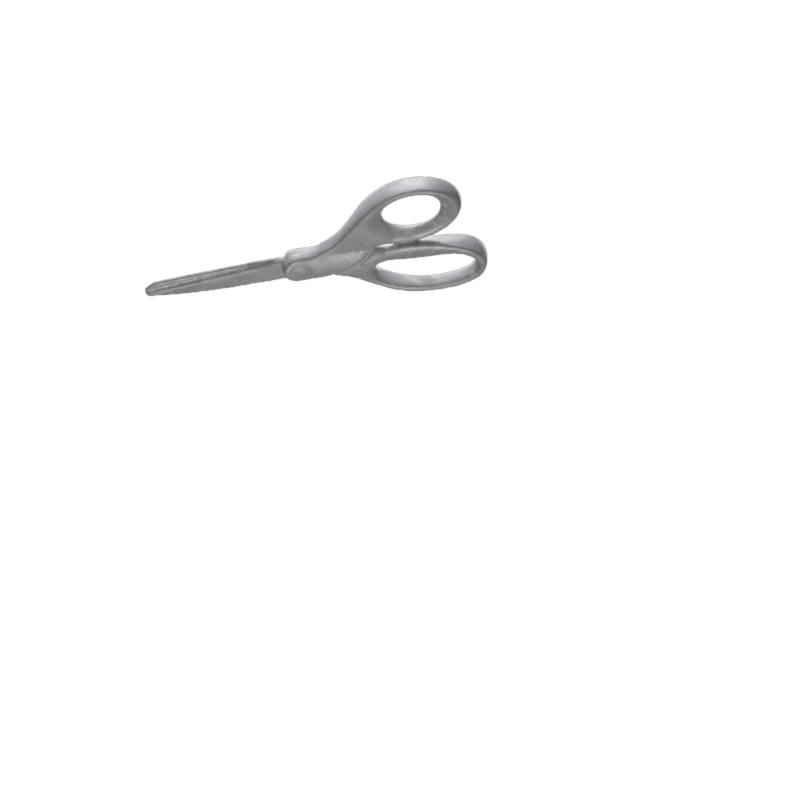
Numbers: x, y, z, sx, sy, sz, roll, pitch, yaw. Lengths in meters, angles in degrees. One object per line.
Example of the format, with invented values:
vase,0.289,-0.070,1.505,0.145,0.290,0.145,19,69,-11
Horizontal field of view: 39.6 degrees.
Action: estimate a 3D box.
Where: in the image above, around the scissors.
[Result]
scissors,-0.049,-0.090,0.632,0.201,0.017,0.090,1,-38,-1
